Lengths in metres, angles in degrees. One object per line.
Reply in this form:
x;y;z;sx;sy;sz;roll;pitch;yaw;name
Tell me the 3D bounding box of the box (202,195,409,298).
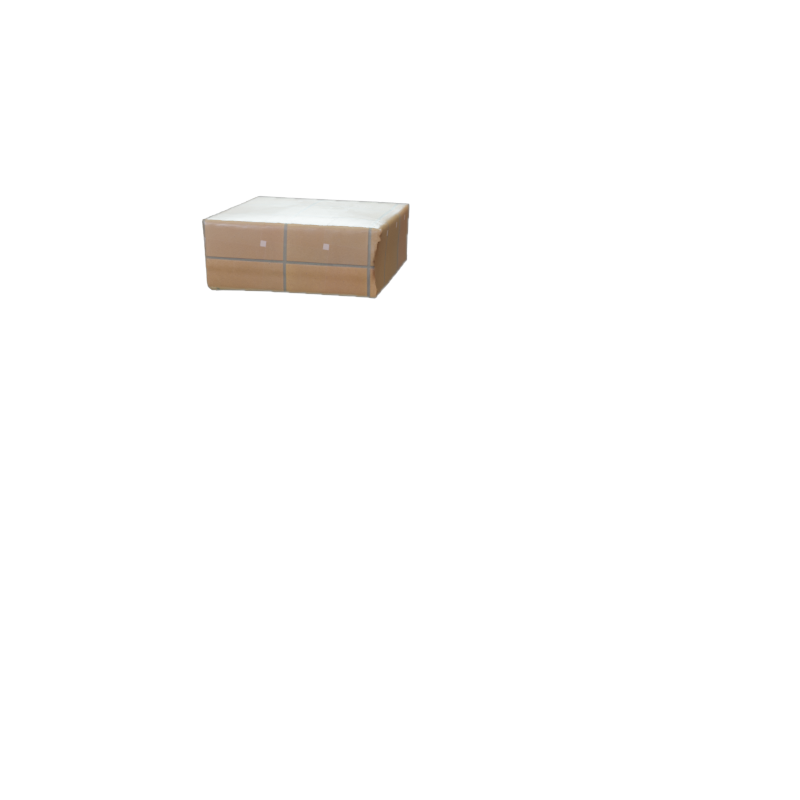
-0.046;-0.084;0.585;0.091;0.038;0.116;3;18;9;box
